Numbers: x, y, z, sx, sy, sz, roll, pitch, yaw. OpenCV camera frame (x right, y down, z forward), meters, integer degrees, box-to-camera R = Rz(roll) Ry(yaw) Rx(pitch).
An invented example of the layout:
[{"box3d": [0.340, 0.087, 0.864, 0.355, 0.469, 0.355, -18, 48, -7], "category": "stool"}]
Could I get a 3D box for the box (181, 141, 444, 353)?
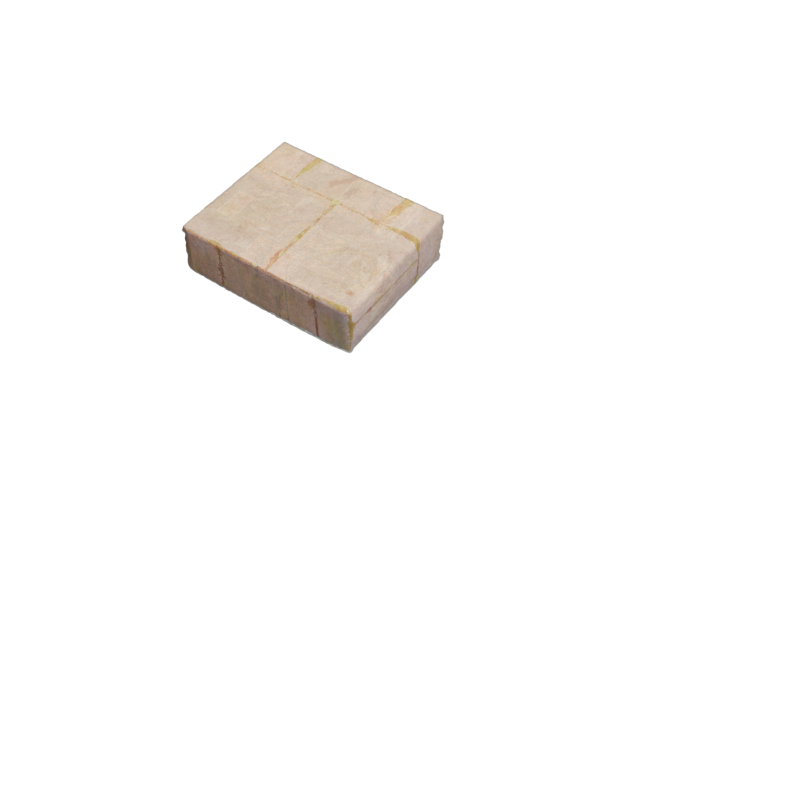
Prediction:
[{"box3d": [-0.047, -0.086, 0.603, 0.119, 0.036, 0.092, 29, 55, 22], "category": "box"}]
